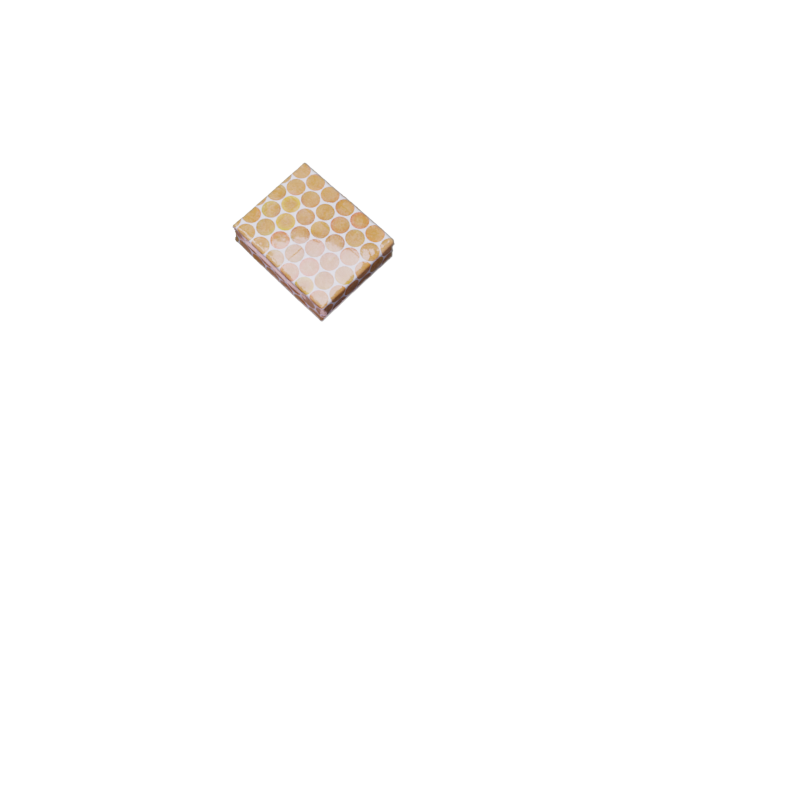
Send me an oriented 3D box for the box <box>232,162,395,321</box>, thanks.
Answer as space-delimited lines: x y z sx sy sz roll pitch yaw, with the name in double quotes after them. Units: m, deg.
-0.076 -0.138 0.967 0.119 0.091 0.037 41 -19 17 "box"
